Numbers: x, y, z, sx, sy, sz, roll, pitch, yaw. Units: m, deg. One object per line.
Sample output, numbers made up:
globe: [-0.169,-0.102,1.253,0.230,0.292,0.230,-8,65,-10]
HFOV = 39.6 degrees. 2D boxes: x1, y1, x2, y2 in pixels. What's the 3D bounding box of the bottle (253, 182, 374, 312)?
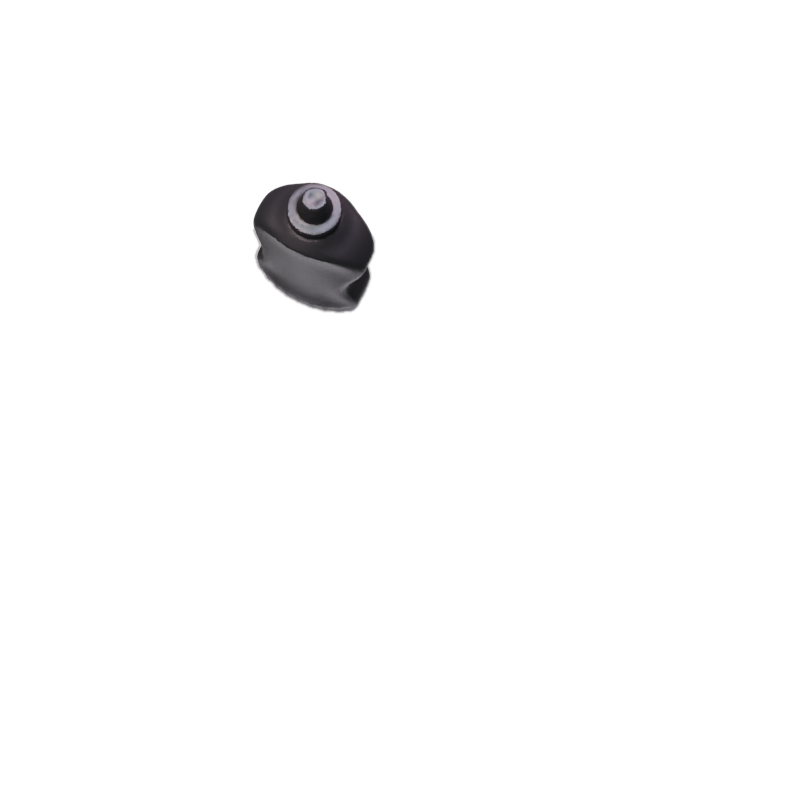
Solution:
bottle: [-0.068,-0.125,0.873,0.097,0.059,0.186,28,-12,3]
